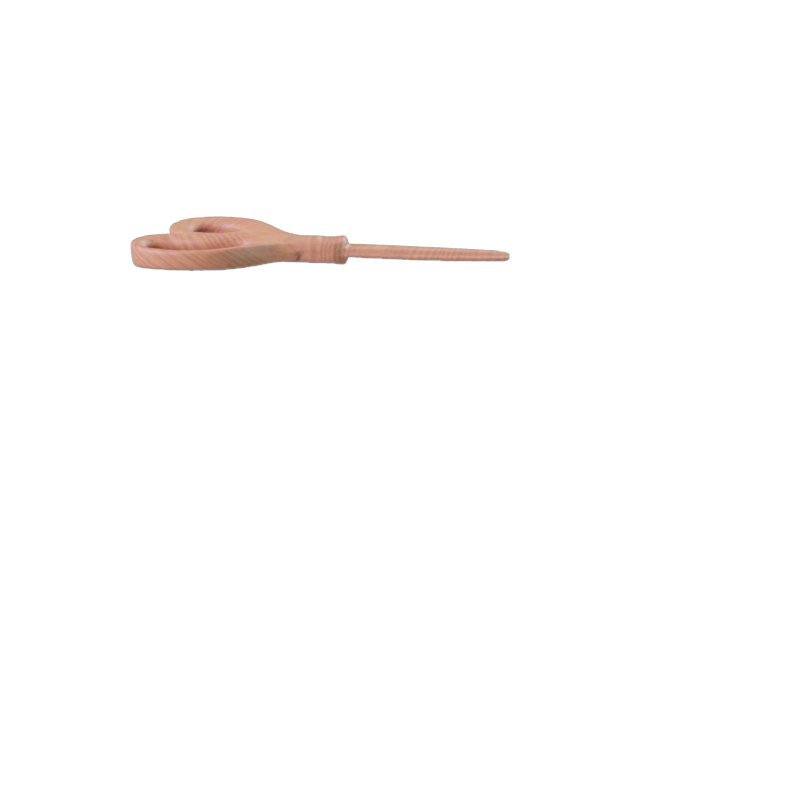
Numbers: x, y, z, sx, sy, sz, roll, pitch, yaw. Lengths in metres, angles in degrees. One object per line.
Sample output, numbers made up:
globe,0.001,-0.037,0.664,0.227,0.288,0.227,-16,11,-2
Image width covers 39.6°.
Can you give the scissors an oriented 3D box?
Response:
scissors,-0.049,-0.089,0.625,0.200,0.015,0.101,-2,21,-6
